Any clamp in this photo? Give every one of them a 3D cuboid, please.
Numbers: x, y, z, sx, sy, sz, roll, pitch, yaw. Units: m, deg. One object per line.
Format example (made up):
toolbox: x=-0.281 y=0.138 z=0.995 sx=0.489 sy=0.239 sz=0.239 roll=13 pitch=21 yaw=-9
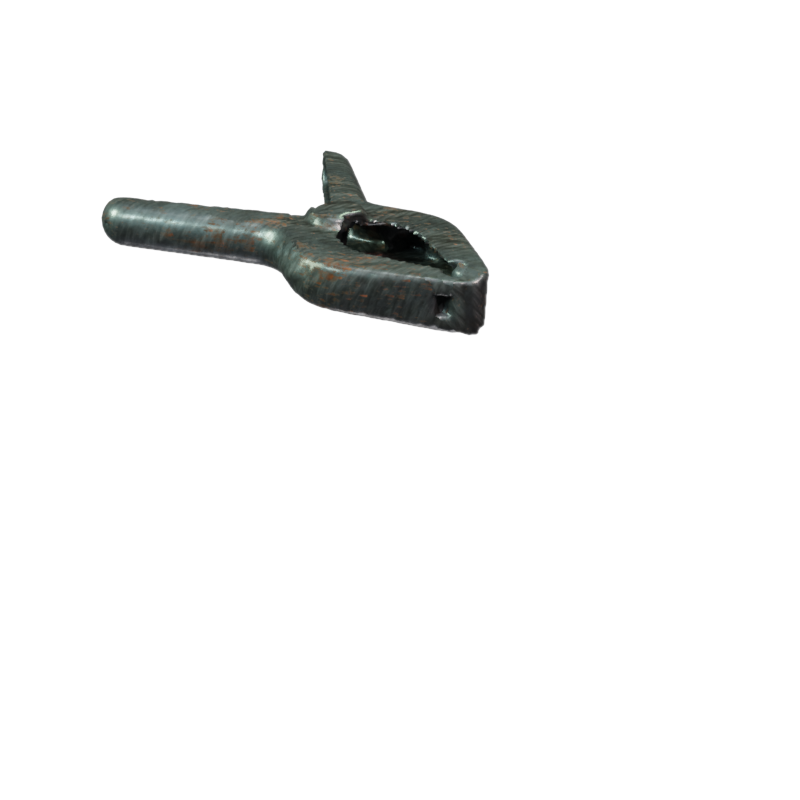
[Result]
clamp: x=-0.044 y=-0.081 z=0.565 sx=0.162 sy=0.034 sz=0.225 roll=-18 pitch=33 yaw=-30
